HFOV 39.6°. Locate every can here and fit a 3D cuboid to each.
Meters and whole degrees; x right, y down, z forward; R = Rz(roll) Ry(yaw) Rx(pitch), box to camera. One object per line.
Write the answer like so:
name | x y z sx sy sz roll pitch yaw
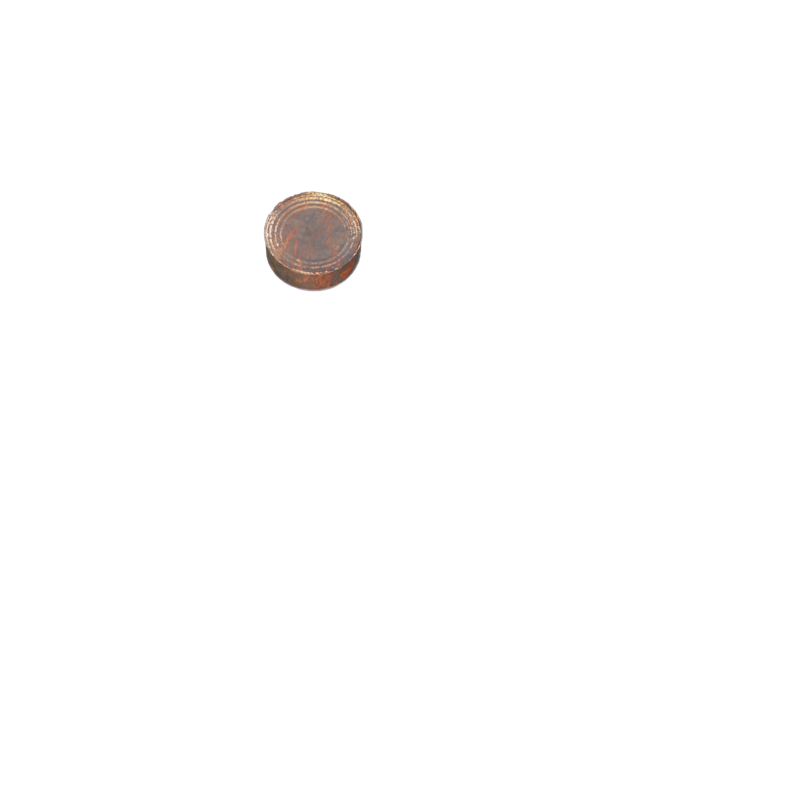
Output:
can | -0.076 -0.139 0.970 0.086 0.092 0.031 -1 -31 -1
